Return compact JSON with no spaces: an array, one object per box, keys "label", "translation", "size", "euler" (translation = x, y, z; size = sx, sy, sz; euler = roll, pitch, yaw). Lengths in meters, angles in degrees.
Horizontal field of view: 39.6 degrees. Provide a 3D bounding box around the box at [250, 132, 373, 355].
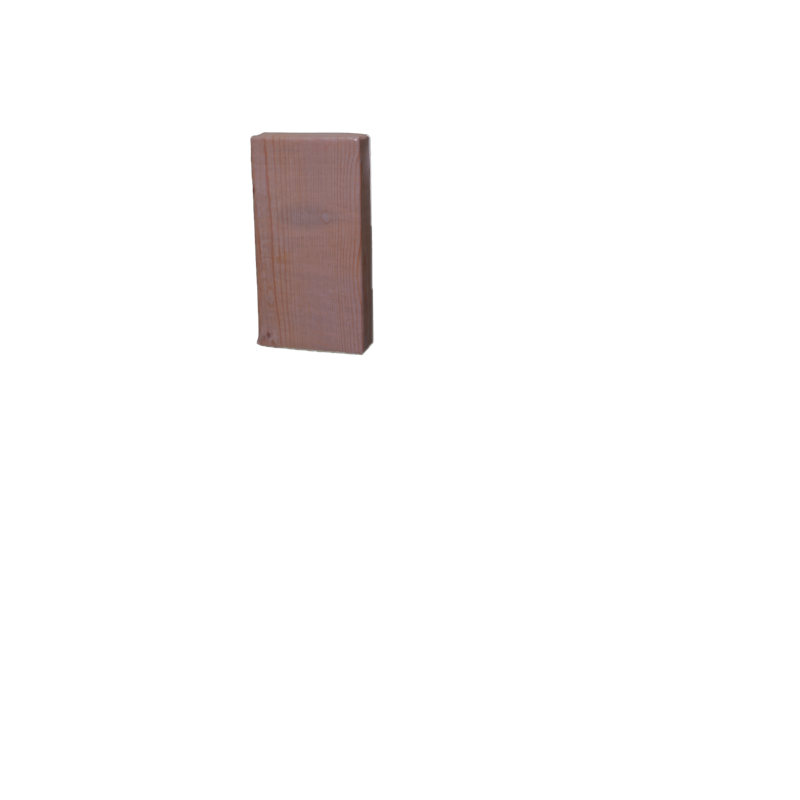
[{"label":"box","translation":[-0.070,-0.129,0.902],"size":[0.095,0.172,0.048],"euler":[4,11,16]}]
